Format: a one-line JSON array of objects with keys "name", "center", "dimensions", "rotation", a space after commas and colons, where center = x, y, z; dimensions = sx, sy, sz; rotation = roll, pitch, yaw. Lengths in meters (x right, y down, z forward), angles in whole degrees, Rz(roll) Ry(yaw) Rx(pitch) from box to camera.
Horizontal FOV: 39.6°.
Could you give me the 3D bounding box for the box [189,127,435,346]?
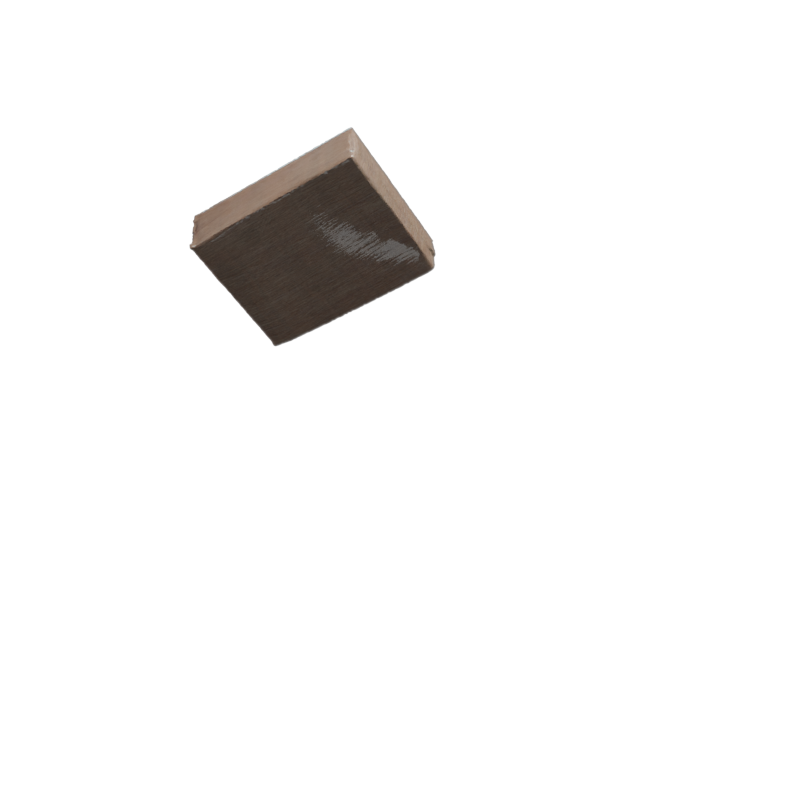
[{"name": "box", "center": [-0.050, -0.091, 0.637], "dimensions": [0.113, 0.084, 0.042], "rotation": [-27, 31, 17]}]
